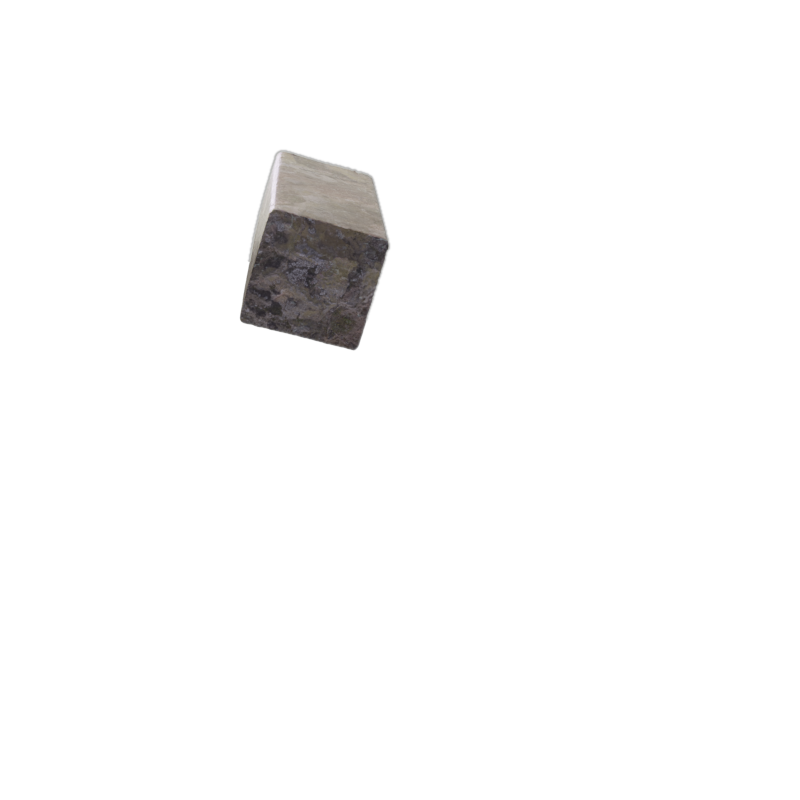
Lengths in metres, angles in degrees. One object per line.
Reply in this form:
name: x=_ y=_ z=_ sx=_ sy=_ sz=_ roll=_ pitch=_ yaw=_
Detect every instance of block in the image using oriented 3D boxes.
block: x=-0.070 y=-0.127 z=0.888 sx=0.089 sy=0.087 sz=0.216 roll=14 pitch=20 yaw=-9
